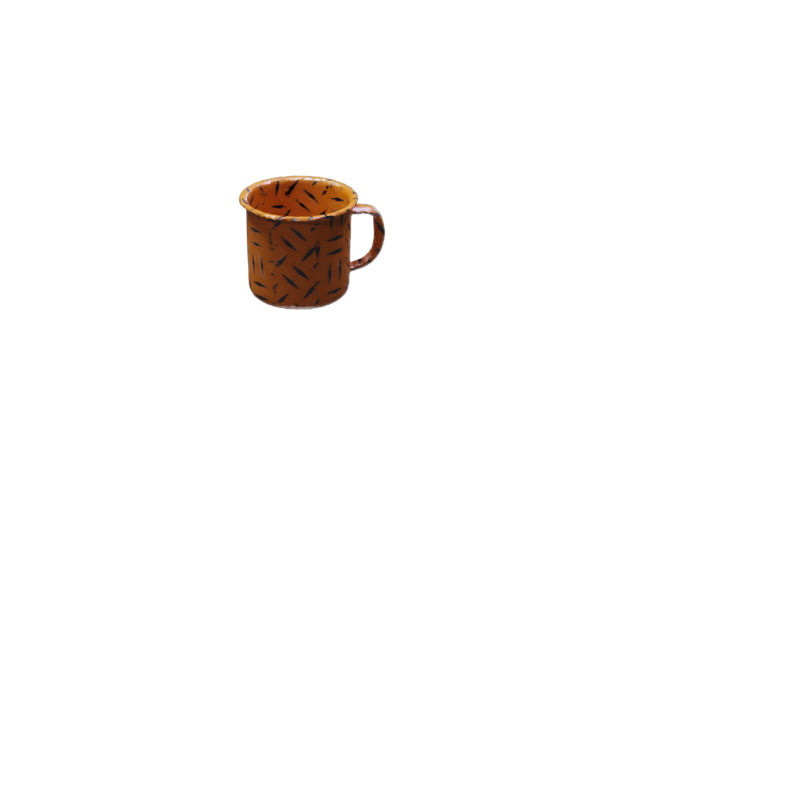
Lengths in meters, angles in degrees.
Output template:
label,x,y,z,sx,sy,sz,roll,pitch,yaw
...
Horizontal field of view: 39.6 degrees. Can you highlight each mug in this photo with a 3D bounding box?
label,x,y,z,sx,sy,sz,roll,pitch,yaw
mug,-0.069,-0.126,0.881,0.115,0.077,0.100,-9,30,-16
